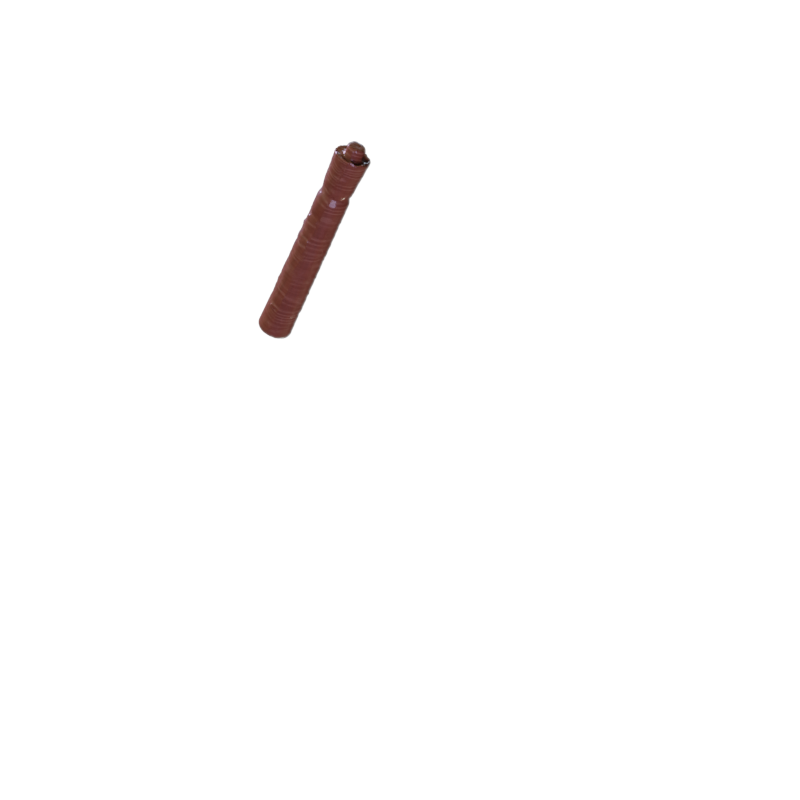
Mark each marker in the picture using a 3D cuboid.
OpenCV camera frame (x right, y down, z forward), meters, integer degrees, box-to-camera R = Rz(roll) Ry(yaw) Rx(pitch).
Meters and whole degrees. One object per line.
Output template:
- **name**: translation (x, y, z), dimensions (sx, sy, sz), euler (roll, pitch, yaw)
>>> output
- **marker**: translation (-0.045, -0.081, 0.571), dimensions (0.019, 0.116, 0.021), euler (18, 35, -16)
